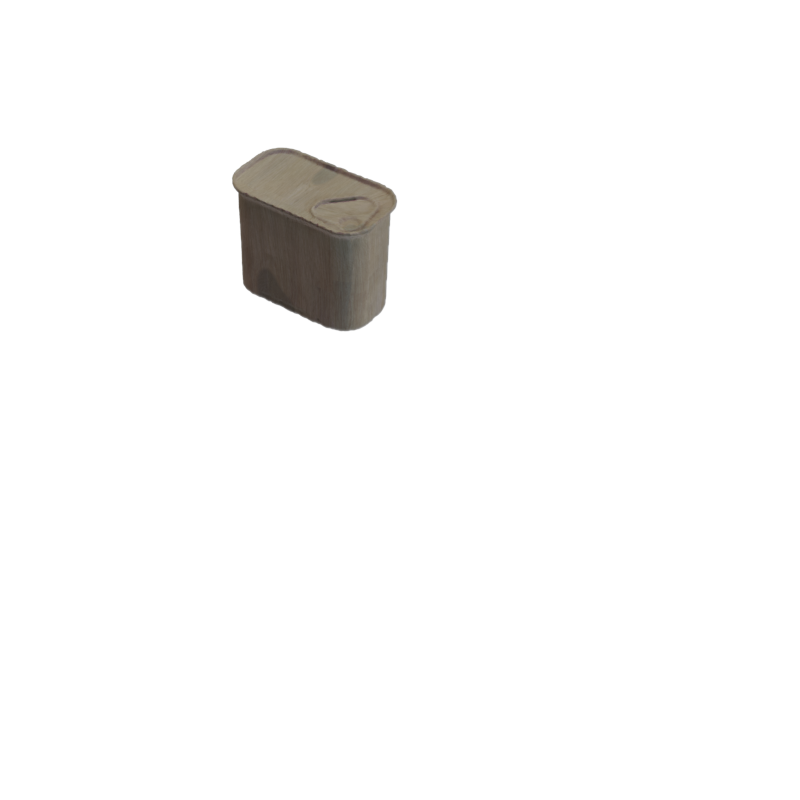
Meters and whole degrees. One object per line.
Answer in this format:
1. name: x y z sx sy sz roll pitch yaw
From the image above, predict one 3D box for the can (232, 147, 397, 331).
1. can: -0.055 -0.100 0.701 0.107 0.078 0.058 26 46 25
